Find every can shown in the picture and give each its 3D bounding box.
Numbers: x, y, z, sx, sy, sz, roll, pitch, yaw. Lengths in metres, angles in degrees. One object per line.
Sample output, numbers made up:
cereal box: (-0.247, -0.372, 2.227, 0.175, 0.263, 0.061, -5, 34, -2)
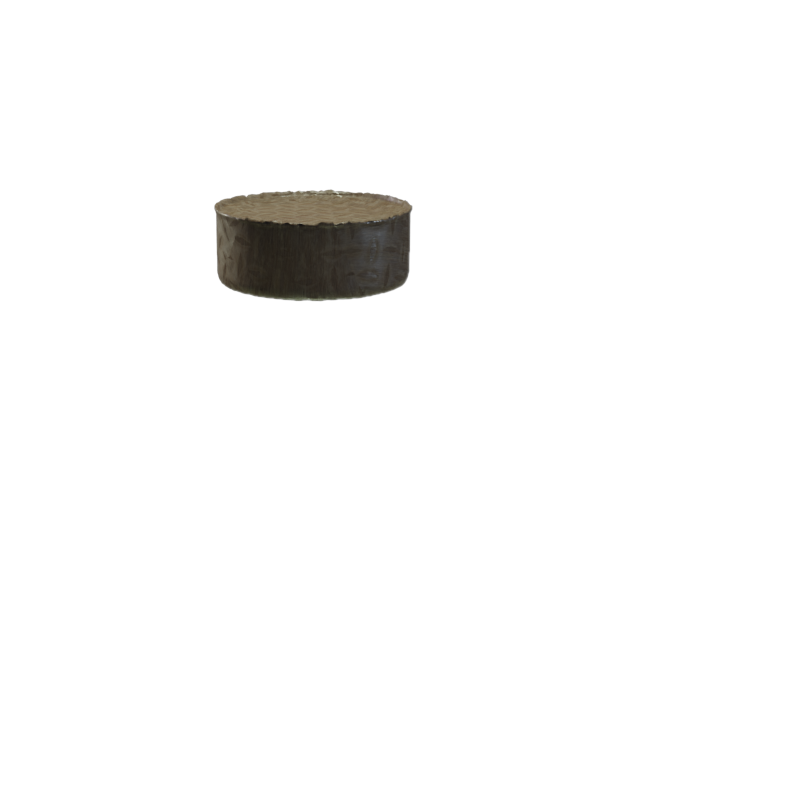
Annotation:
can: (-0.038, -0.069, 0.484, 0.086, 0.032, 0.089, -1, 18, -2)
